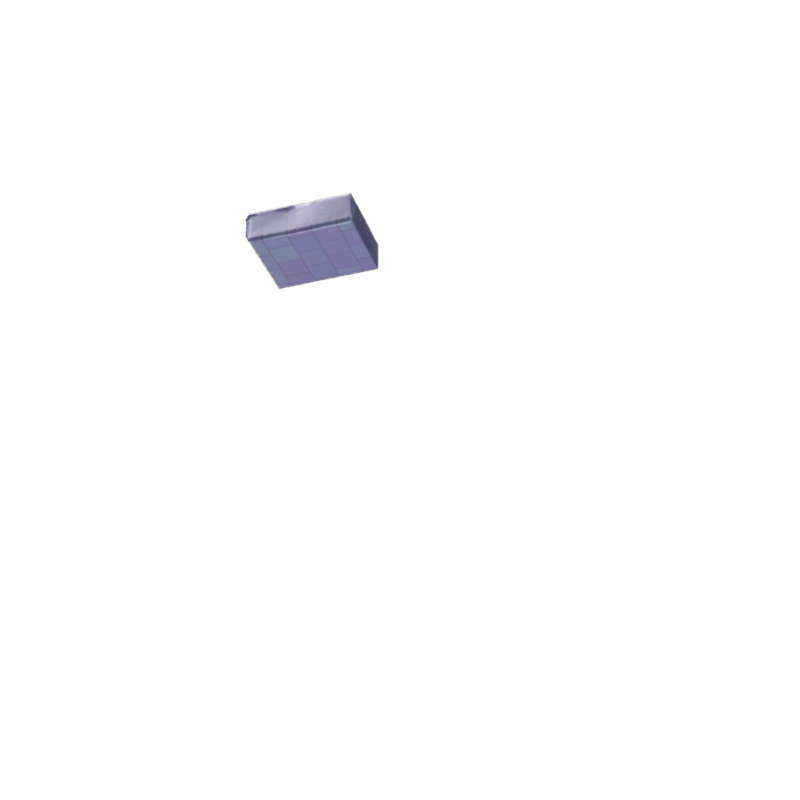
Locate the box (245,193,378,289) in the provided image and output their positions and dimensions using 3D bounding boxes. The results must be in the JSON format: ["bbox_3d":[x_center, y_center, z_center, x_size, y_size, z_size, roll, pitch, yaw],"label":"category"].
[{"bbox_3d":[-0.069,-0.126,0.882,0.090,0.032,0.068,-9,-31,15],"label":"box"}]
